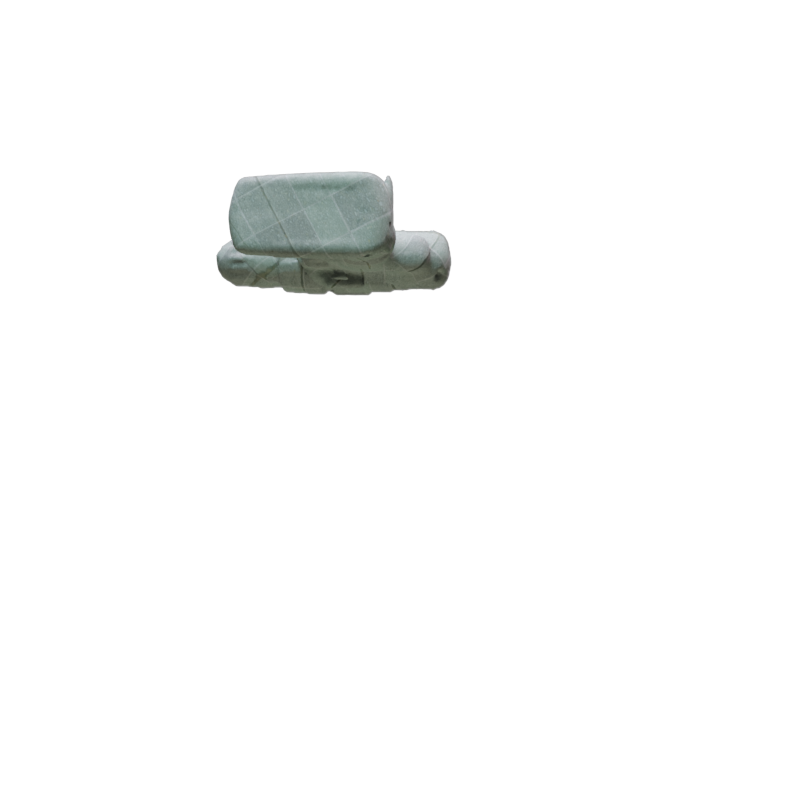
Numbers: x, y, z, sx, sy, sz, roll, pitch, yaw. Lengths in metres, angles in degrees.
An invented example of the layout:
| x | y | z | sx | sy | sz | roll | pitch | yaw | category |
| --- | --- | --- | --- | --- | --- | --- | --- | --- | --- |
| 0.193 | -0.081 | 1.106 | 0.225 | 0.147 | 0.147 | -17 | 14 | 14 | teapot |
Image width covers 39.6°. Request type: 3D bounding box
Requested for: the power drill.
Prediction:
| x | y | z | sx | sy | sz | roll | pitch | yaw | category |
| --- | --- | --- | --- | --- | --- | --- | --- | --- | --- |
| -0.062 | -0.114 | 0.798 | 0.187 | 0.058 | 0.182 | -1 | -3 | 10 | power drill |
